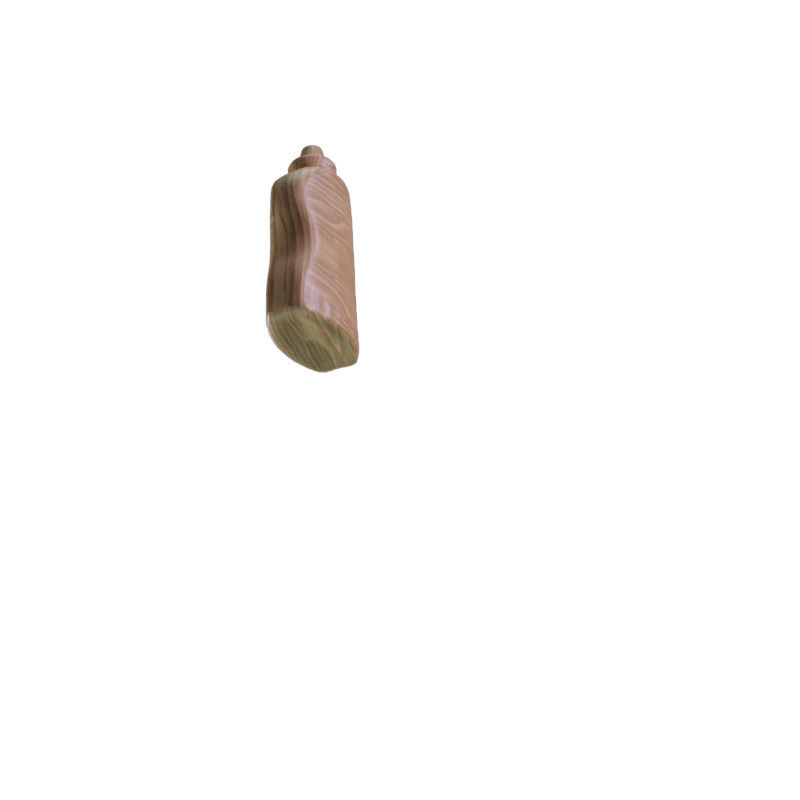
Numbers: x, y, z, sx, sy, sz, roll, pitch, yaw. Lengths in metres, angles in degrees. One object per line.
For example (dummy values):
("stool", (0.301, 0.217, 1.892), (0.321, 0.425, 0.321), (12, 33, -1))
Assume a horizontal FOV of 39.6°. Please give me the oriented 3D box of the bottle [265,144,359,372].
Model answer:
("bottle", (-0.069, -0.125, 0.878), (0.059, 0.205, 0.089), (-18, -36, 21))
